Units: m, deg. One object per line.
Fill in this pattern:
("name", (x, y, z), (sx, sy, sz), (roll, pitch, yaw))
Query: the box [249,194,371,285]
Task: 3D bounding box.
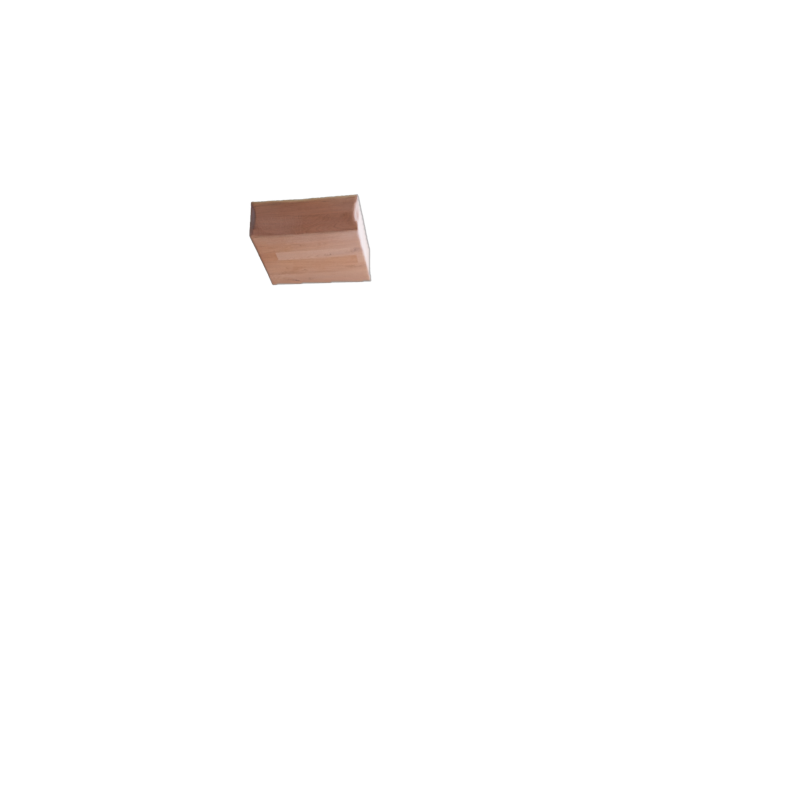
("box", (-0.060, -0.109, 0.766), (0.074, 0.032, 0.084), (-2, -18, 6))
